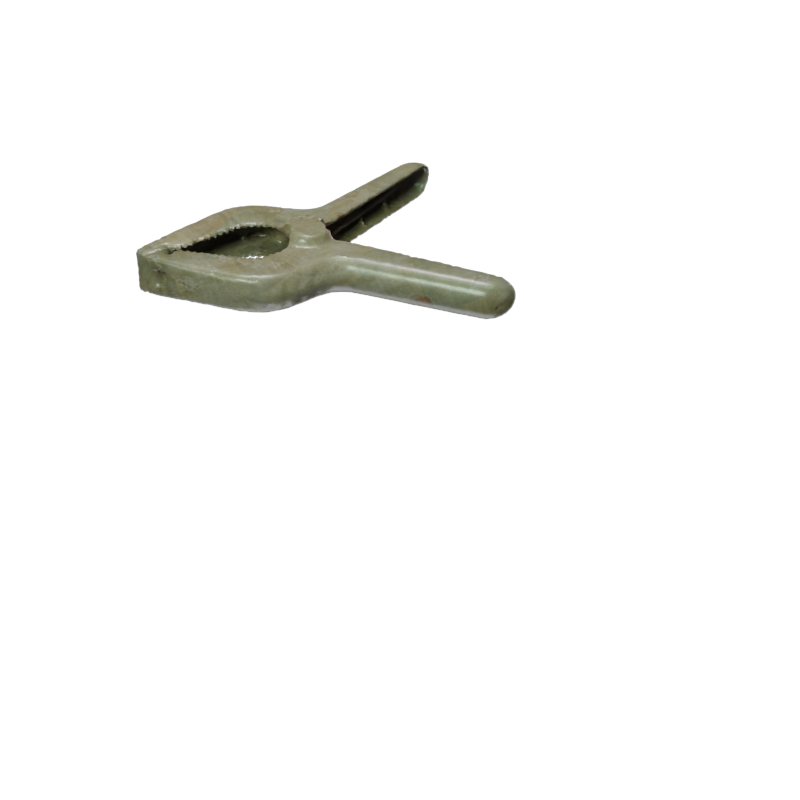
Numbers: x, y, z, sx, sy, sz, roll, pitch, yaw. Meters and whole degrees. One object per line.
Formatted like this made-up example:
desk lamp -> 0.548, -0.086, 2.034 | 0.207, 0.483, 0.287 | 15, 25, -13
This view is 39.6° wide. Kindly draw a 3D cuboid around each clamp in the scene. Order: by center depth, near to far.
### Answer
clamp -> -0.053, -0.096, 0.672 | 0.208, 0.034, 0.177 | -5, 36, -7
